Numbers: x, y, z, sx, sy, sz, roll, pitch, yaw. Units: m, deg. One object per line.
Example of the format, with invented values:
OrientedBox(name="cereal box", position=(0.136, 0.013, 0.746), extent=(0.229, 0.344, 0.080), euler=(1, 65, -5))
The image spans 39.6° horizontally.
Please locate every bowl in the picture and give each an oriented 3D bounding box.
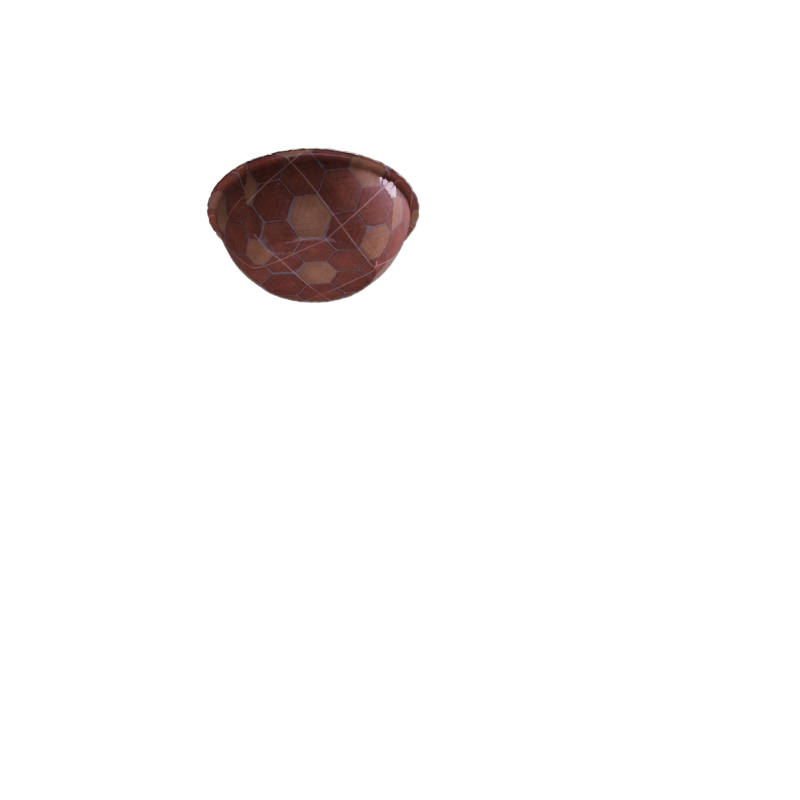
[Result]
OrientedBox(name="bowl", position=(-0.065, -0.119, 0.830), extent=(0.162, 0.059, 0.153), euler=(1, -27, -2))
